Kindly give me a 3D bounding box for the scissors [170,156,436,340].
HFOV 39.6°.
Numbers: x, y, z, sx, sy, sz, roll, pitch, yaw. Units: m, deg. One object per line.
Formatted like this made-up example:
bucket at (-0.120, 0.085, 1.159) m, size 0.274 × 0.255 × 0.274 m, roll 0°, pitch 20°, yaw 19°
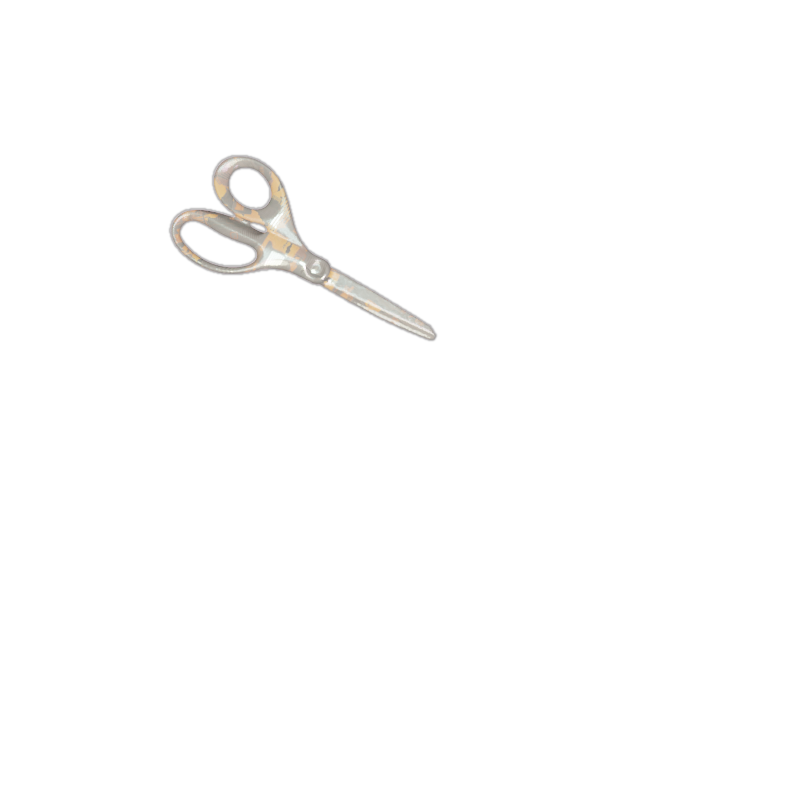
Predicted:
scissors at (-0.062, -0.113, 0.793) m, size 0.202 × 0.098 × 0.015 m, roll 14°, pitch -9°, yaw 2°
